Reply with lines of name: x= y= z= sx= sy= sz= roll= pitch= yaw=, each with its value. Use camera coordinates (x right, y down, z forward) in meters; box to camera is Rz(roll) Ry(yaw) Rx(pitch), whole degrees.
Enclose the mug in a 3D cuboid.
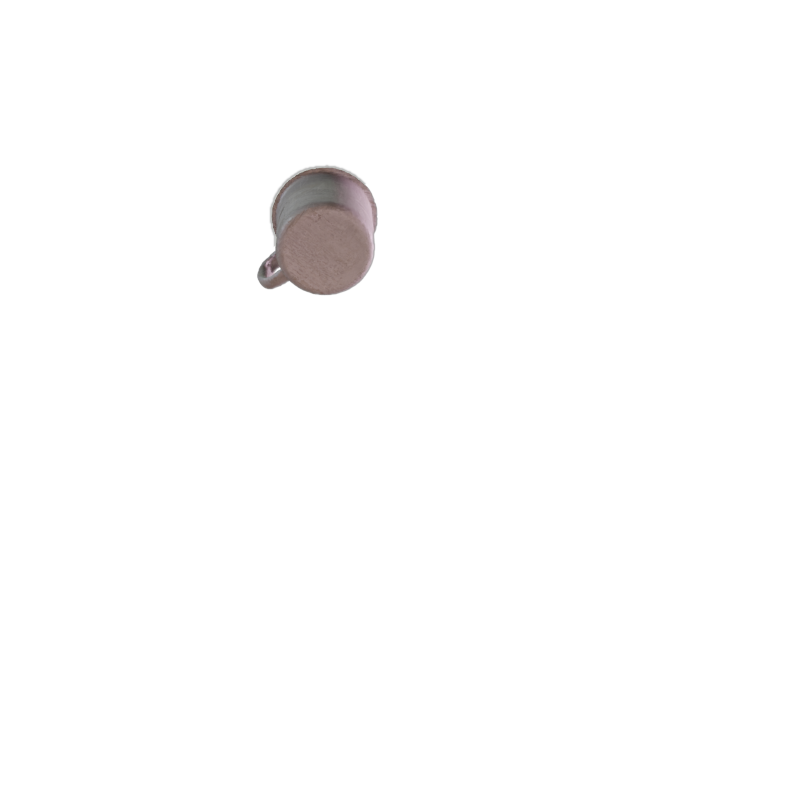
mug: x=-0.073 y=-0.133 z=0.933 sx=0.117 sy=0.089 sz=0.086 roll=-33 pitch=22 yaw=13
